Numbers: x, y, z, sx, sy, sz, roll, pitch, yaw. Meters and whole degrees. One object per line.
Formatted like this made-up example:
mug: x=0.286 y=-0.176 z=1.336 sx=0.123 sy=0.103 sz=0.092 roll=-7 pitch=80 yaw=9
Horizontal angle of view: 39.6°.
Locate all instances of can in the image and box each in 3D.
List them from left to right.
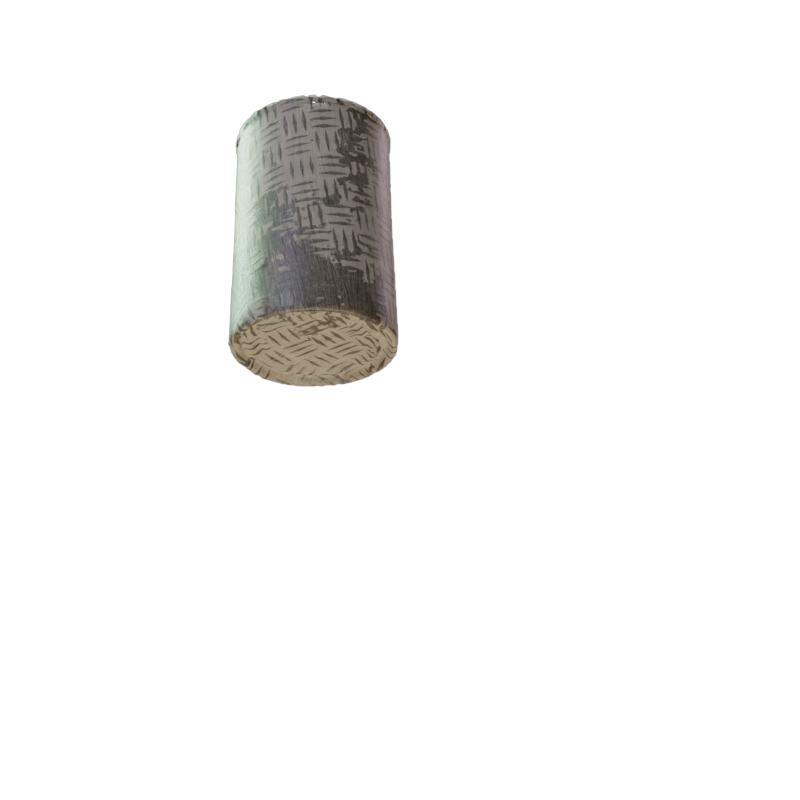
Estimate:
can: x=-0.036 y=-0.065 z=0.459 sx=0.068 sy=0.109 sz=0.064 roll=0 pitch=-30 yaw=-2
